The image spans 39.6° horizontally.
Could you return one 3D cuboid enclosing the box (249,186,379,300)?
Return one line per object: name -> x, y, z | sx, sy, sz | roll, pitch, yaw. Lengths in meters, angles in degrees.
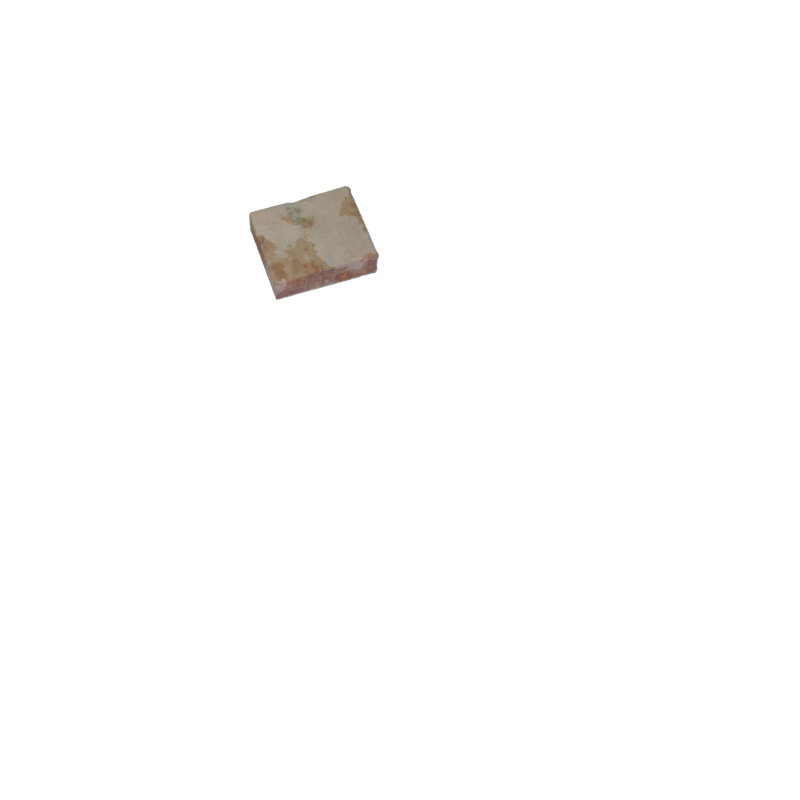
box -> -0.071, -0.129, 0.903 | 0.089, 0.078, 0.028 | -17, -29, -10
